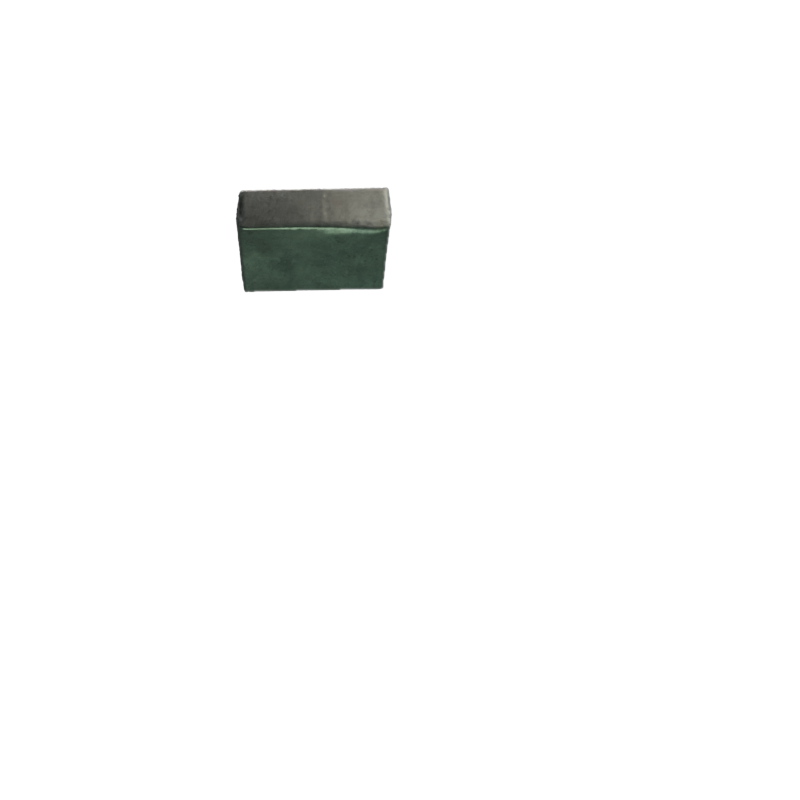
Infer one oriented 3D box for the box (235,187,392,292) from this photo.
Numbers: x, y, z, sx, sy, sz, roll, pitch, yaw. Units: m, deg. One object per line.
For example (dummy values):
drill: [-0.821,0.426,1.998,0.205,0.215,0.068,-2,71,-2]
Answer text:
box: [-0.066,-0.120,0.839,0.113,0.041,0.084,1,-28,-2]
